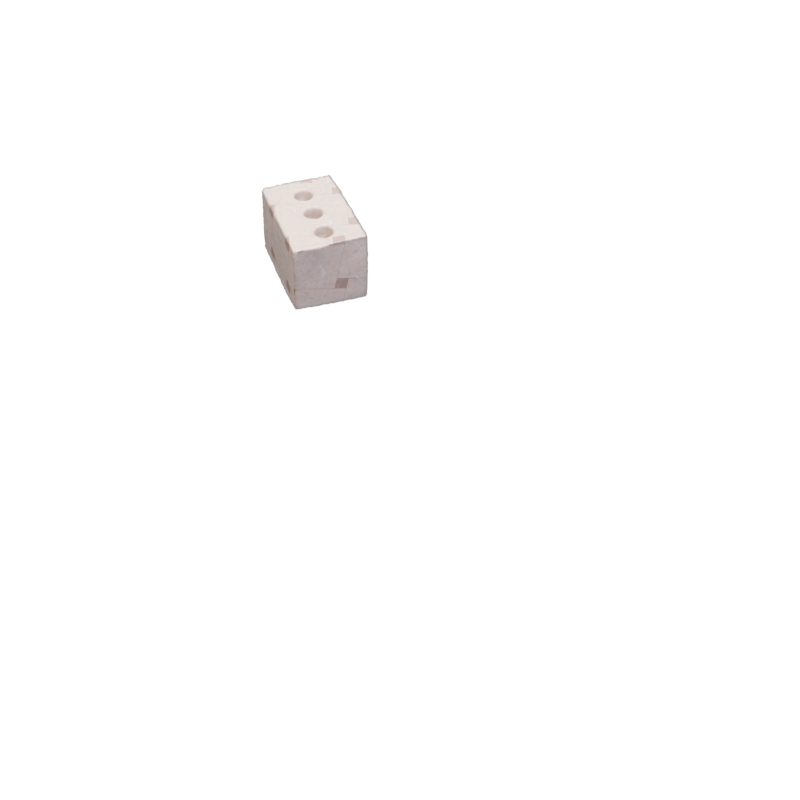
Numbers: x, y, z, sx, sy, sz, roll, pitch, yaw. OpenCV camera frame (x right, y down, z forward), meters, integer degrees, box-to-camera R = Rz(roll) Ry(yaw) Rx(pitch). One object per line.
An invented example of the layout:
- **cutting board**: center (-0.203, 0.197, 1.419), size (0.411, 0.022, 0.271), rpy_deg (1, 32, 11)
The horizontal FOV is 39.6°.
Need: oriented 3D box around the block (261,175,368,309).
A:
- **block**: center (-0.060, -0.109, 0.760), size (0.052, 0.048, 0.084), rpy_deg (-13, 44, -16)
